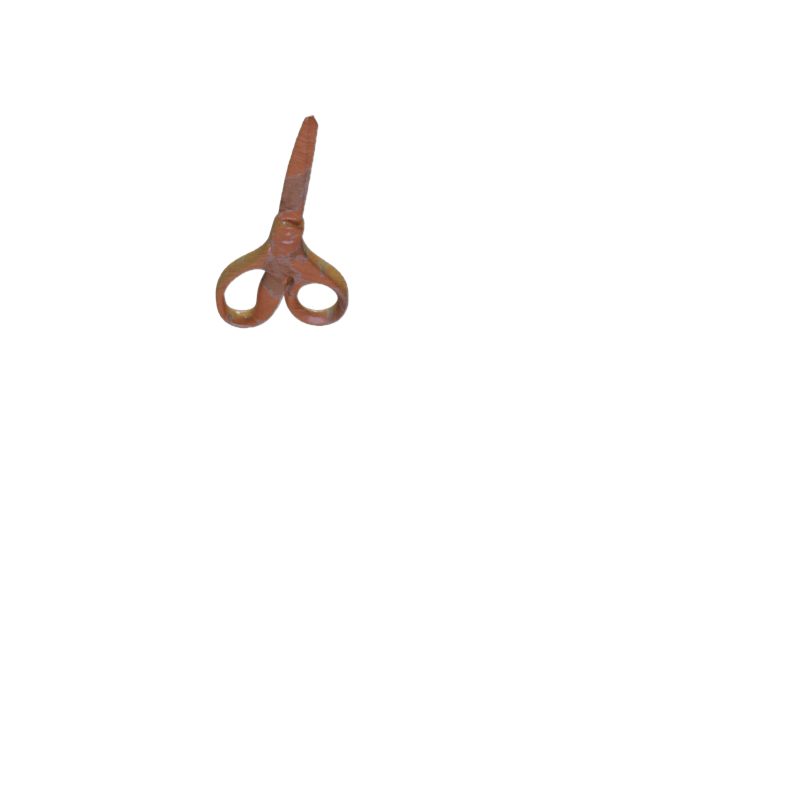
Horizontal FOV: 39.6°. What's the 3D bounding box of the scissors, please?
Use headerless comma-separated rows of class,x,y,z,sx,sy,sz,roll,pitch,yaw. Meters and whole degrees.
scissors,-0.053,-0.098,0.683,0.093,0.017,0.196,15,-35,-23
